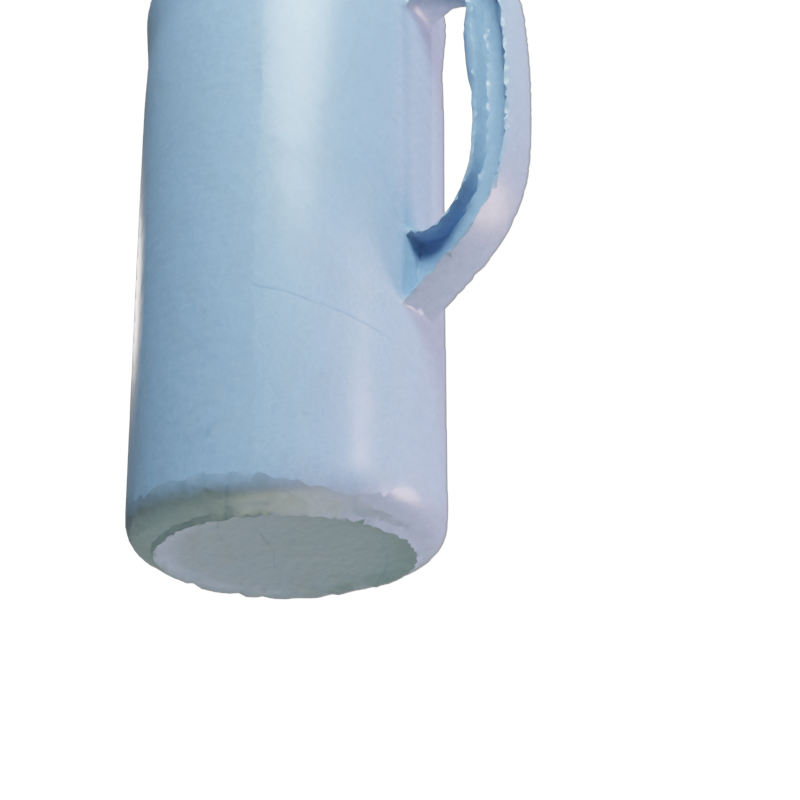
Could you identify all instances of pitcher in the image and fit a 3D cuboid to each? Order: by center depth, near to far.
[{"bbox_3d":[-0.033,-0.061,0.426,0.143,0.259,0.142,4,-31,-10],"label":"pitcher"}]
